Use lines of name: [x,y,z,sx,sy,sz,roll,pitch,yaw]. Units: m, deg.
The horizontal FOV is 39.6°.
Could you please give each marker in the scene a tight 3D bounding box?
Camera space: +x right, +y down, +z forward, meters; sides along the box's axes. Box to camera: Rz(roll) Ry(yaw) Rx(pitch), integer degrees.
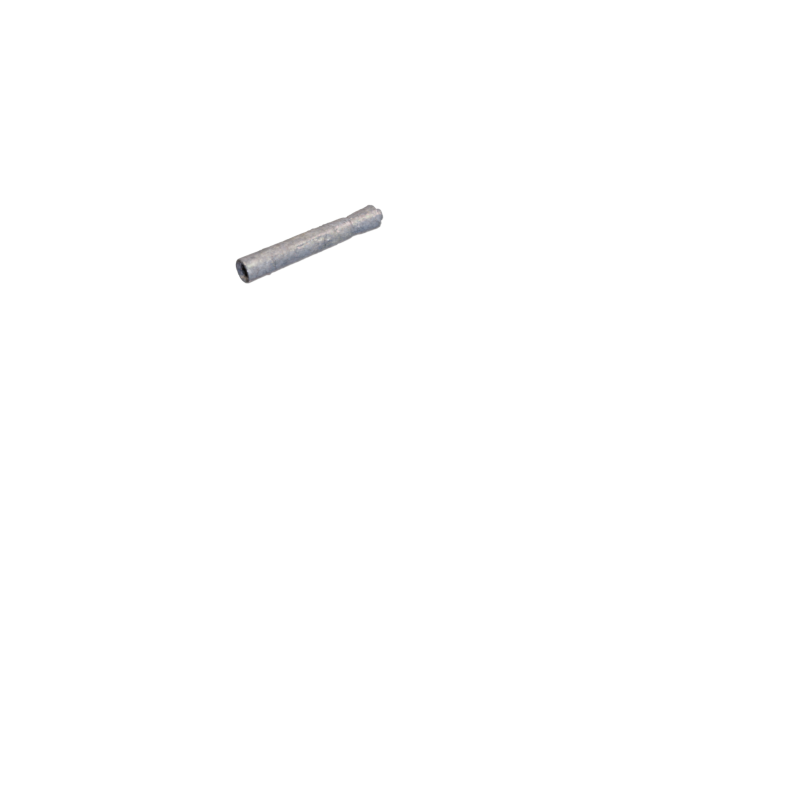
marker: [-0.063,-0.114,0.801,0.120,0.019,0.020,-27,17,-27]
